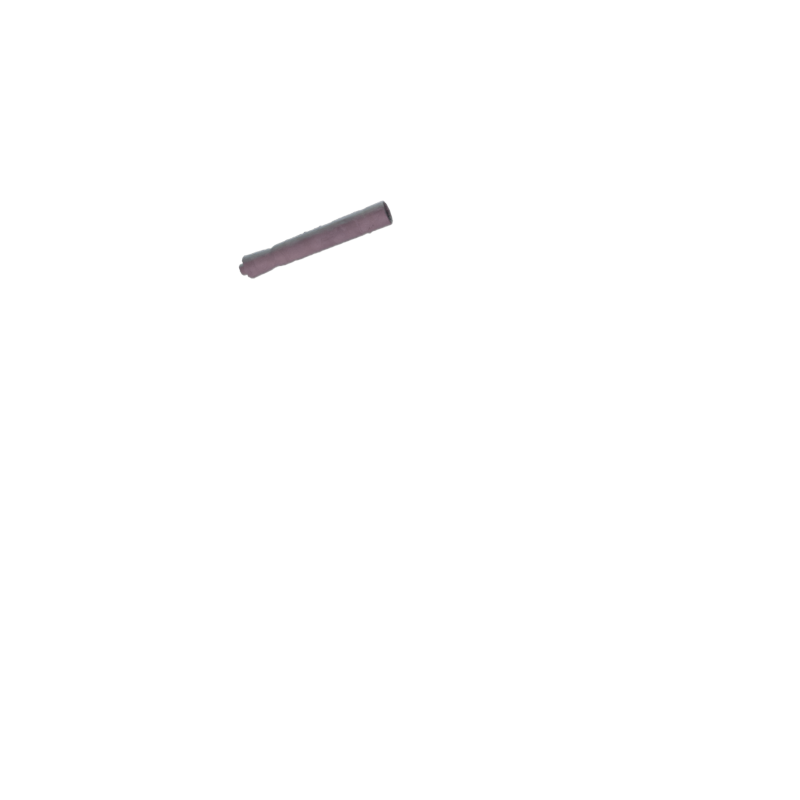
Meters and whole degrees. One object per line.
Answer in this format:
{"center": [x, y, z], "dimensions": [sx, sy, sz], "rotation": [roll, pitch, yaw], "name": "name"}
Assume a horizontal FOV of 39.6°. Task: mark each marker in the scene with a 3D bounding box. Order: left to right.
{"center": [-0.064, -0.117, 0.818], "dimensions": [0.122, 0.020, 0.019], "rotation": [-19, -1, 16], "name": "marker"}
